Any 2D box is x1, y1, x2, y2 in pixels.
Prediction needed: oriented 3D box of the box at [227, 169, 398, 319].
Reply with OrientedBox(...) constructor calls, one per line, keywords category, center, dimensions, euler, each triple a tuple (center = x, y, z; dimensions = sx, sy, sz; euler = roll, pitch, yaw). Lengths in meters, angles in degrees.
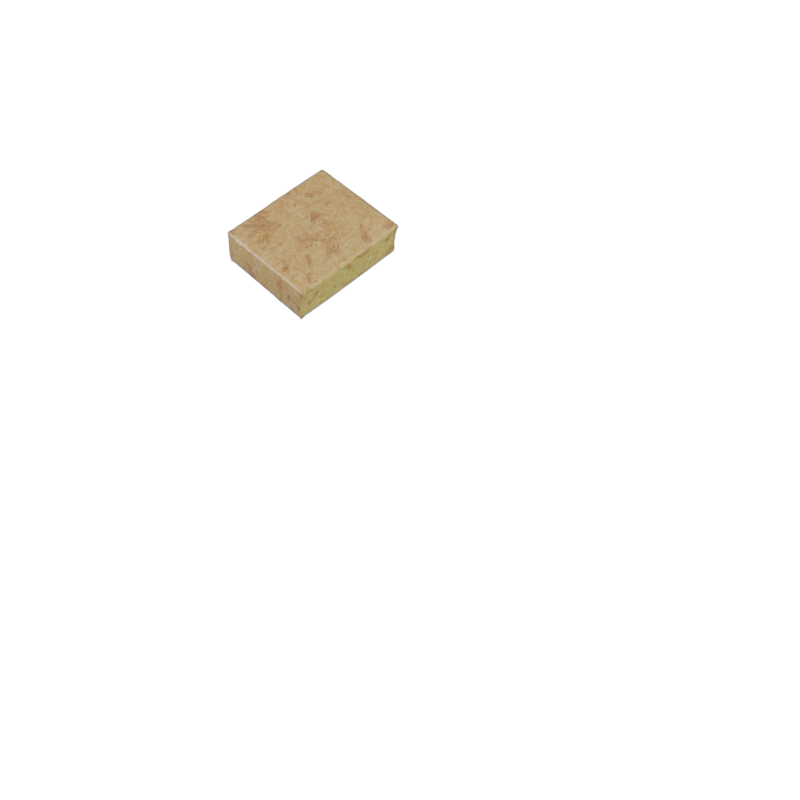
OrientedBox(category="box", center=(-0.072, -0.131, 0.917), dimensions=(0.095, 0.036, 0.115), euler=(37, 61, 25))
